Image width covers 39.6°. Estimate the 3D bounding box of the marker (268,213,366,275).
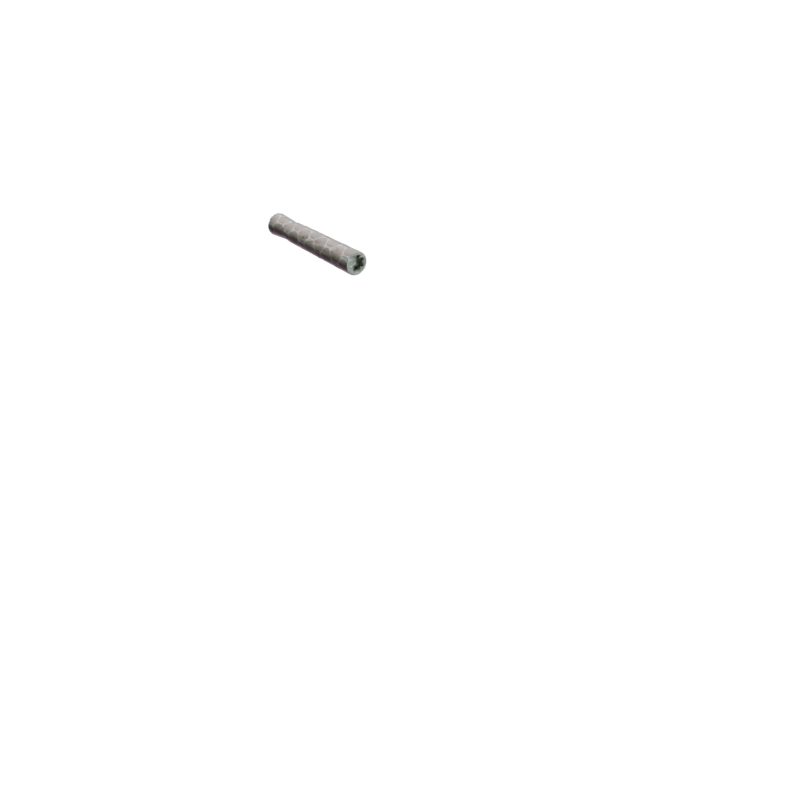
[{"bbox_3d":[-0.069,-0.125,0.875,0.019,0.019,0.129,-3,23,-36],"label":"marker"}]
